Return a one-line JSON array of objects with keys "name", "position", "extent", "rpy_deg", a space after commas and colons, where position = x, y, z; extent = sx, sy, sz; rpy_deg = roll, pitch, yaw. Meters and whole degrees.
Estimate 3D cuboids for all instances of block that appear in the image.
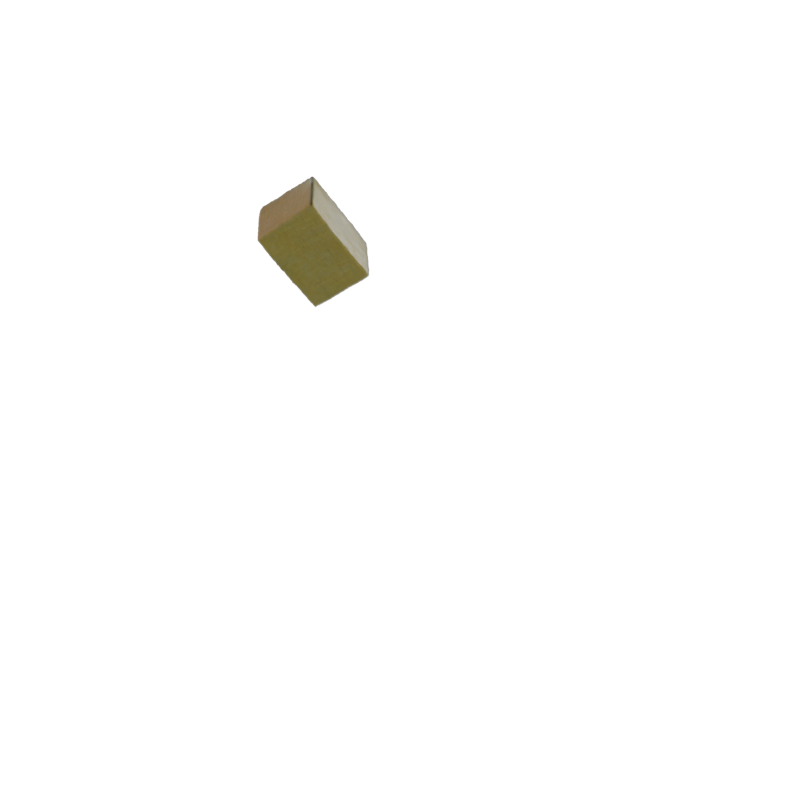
[{"name": "block", "position": [-0.067, -0.122, 0.856], "extent": [0.053, 0.073, 0.055], "rpy_deg": [-30, 30, 17]}]
